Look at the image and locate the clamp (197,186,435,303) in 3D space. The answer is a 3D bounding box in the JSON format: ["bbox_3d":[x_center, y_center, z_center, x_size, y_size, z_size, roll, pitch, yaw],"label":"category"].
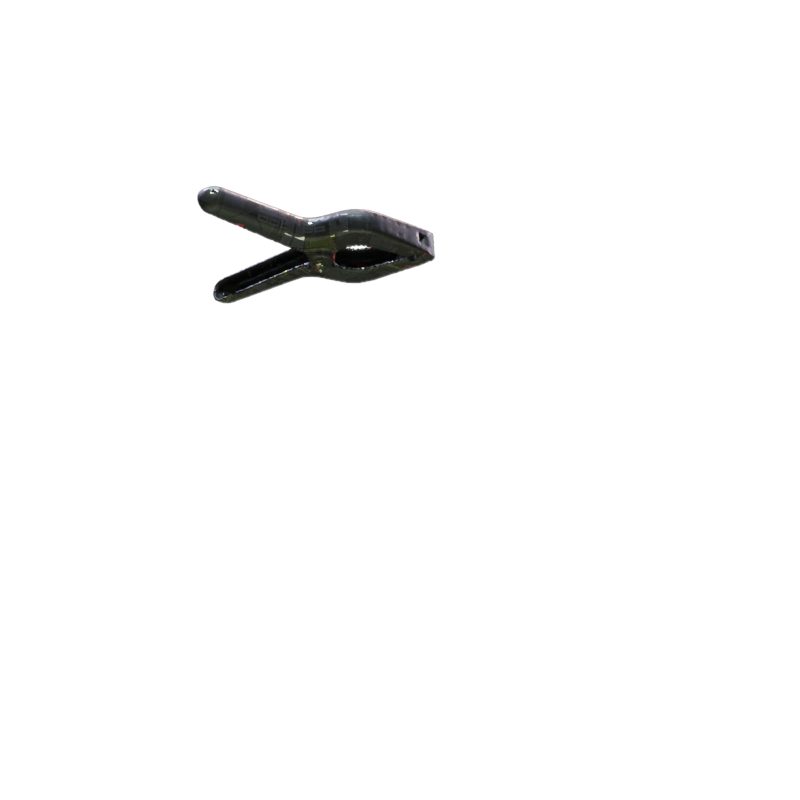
[{"bbox_3d":[-0.076,-0.139,0.973,0.211,0.039,0.154,-3,-27,5],"label":"clamp"}]
